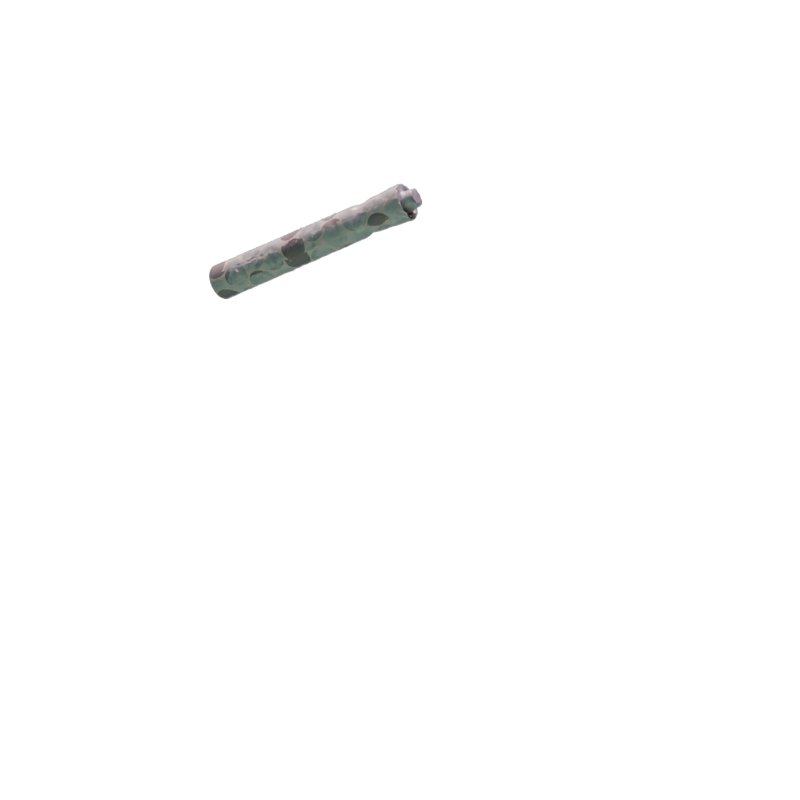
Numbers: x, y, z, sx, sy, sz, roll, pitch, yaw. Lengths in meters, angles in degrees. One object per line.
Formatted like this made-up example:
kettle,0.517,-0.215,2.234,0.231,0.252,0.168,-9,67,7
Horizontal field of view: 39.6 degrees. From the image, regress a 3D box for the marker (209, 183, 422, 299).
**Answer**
marker,-0.043,-0.078,0.548,0.122,0.020,0.019,-19,-6,28
